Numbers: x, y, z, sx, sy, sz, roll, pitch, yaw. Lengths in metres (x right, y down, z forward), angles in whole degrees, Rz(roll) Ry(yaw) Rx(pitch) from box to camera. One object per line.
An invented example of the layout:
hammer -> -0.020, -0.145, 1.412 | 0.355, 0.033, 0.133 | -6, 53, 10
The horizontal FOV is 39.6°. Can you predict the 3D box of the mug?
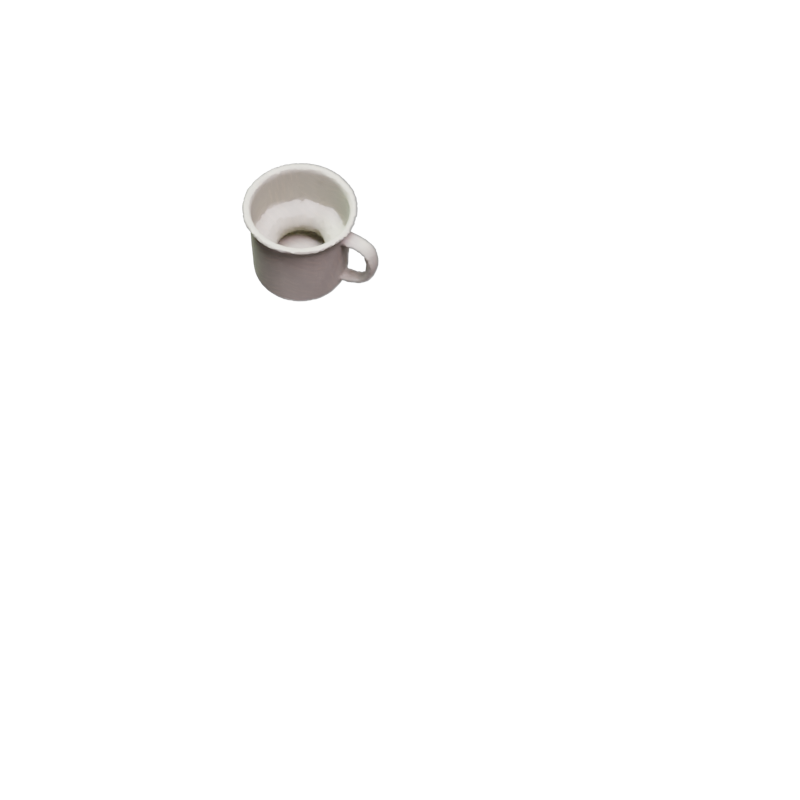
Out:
mug -> -0.072, -0.131, 0.919 | 0.121, 0.097, 0.076 | 22, -31, 13
